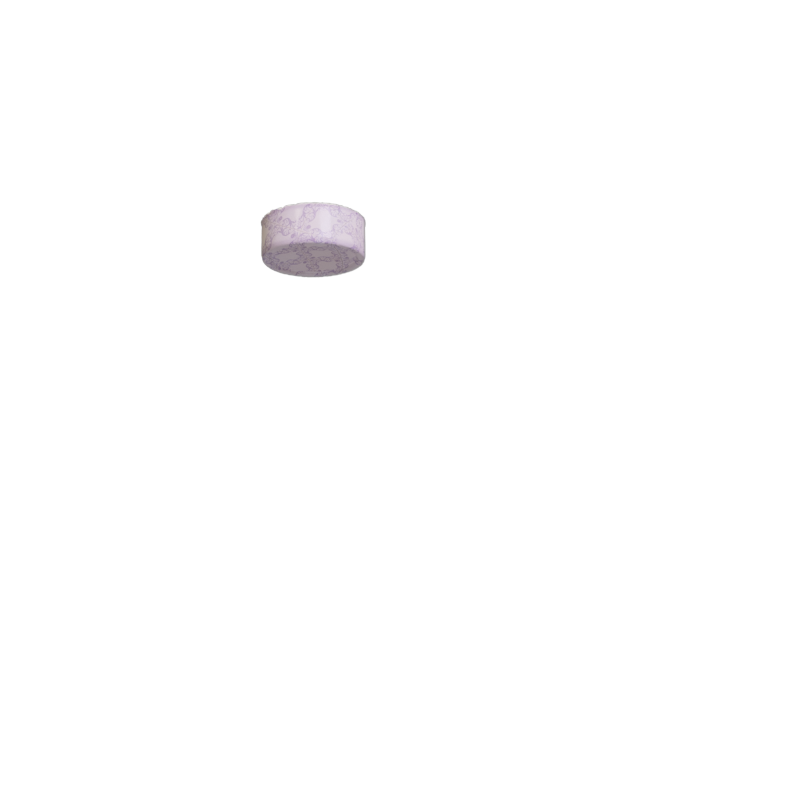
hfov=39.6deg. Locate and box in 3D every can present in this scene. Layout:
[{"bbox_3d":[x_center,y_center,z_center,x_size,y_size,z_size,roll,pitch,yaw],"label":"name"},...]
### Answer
[{"bbox_3d":[-0.070,-0.128,0.899,0.086,0.035,0.082,0,-15,-2],"label":"can"}]
